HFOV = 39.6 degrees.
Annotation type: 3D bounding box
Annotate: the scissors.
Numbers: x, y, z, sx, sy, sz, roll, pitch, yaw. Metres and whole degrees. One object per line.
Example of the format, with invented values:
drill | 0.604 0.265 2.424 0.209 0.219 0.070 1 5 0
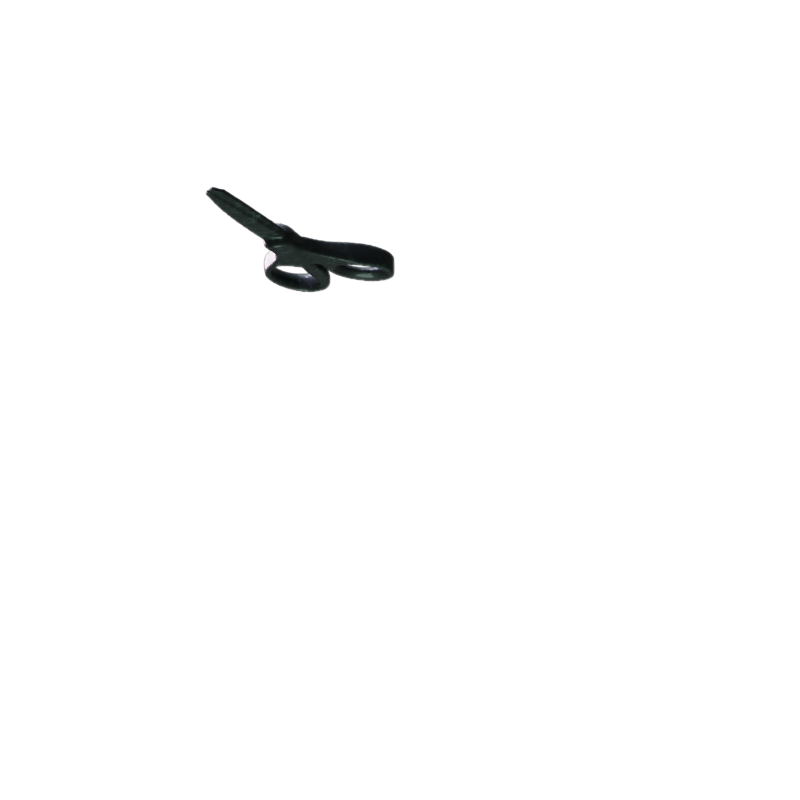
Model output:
scissors | -0.053 -0.097 0.678 0.097 0.016 0.195 0 -9 2
